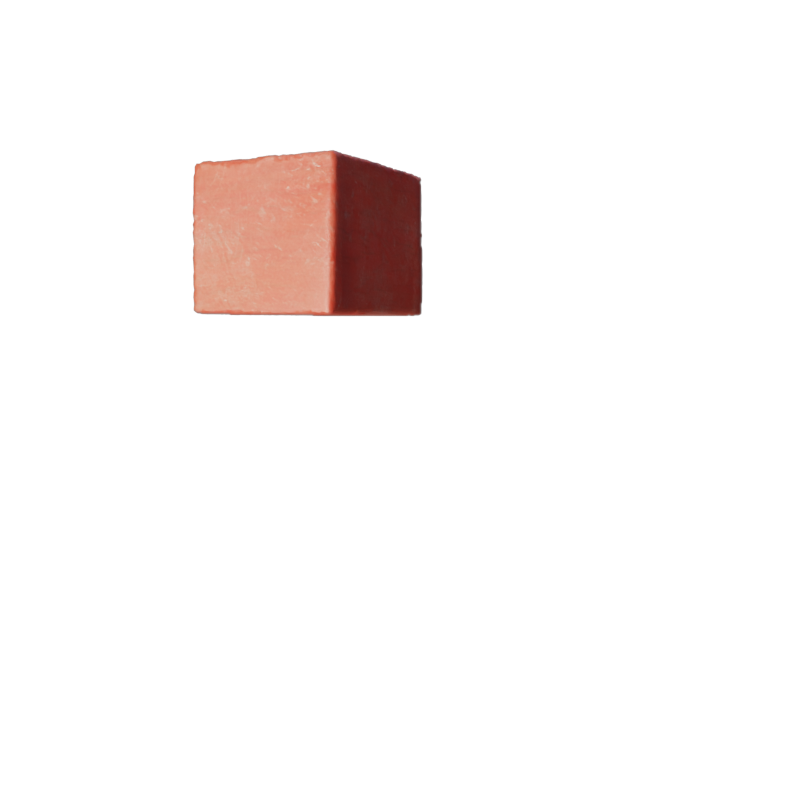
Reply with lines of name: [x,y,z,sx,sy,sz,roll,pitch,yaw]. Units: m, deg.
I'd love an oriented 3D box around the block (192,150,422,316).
block: [-0.030,-0.055,0.384,0.054,0.051,0.076,0,2,24]
